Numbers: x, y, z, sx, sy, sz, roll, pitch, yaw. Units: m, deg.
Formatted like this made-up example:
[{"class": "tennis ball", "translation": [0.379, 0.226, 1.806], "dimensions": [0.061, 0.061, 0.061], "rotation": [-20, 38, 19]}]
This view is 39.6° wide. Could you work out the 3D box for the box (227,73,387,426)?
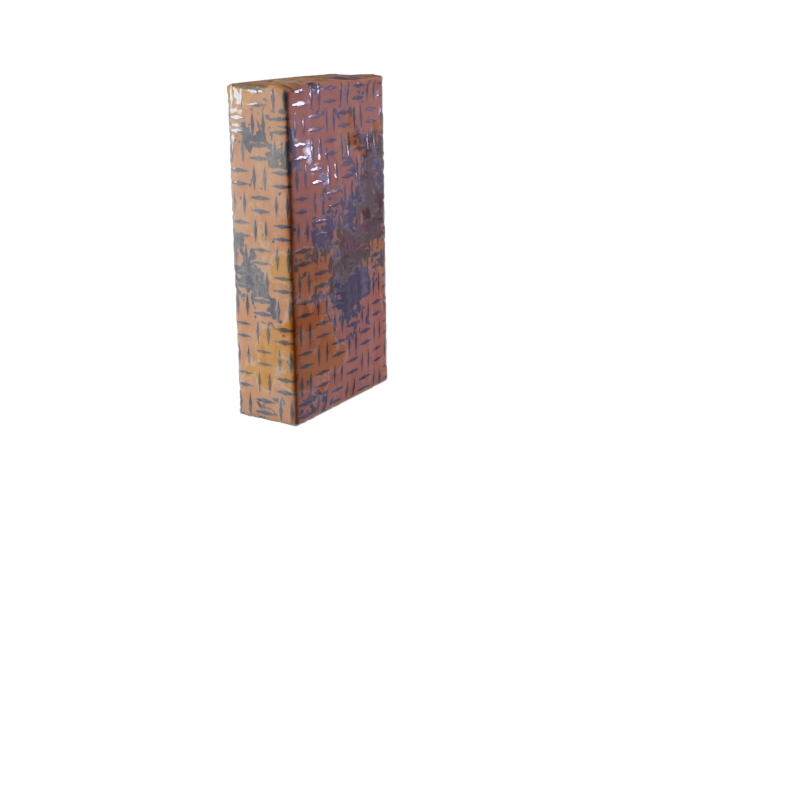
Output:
[{"class": "box", "translation": [-0.047, -0.086, 0.599], "dimensions": [0.050, 0.170, 0.092], "rotation": [10, 18, 31]}]
